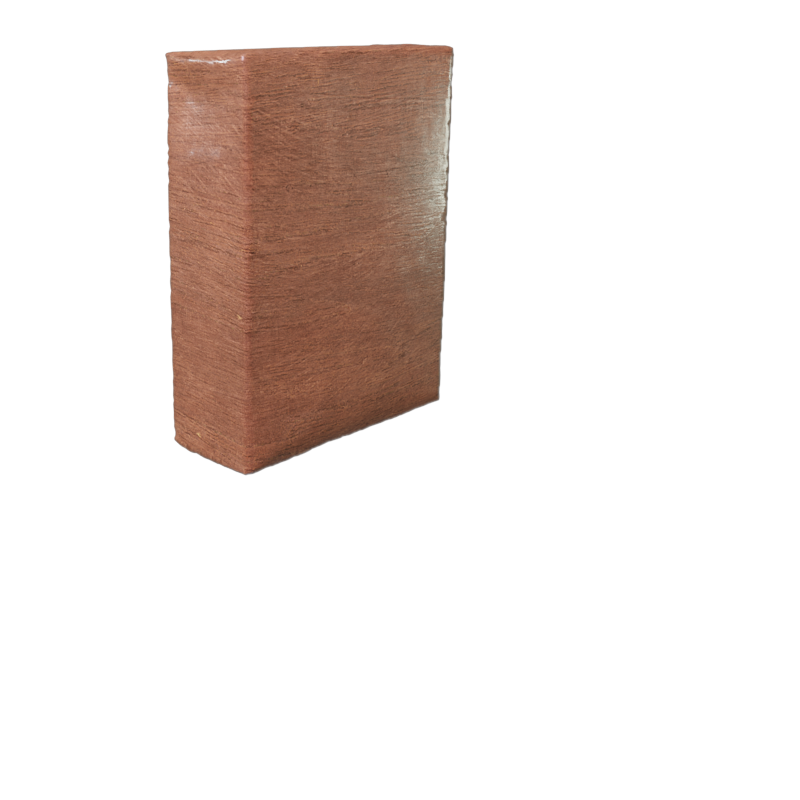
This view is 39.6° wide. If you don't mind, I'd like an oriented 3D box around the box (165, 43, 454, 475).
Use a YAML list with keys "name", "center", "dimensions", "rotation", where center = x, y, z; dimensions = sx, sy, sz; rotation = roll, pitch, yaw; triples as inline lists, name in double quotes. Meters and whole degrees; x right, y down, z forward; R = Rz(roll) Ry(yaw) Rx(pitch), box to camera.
- name: "box"
  center: [-0.048, -0.088, 0.616]
  dimensions: [0.076, 0.207, 0.161]
  rotation: [12, 18, 40]
